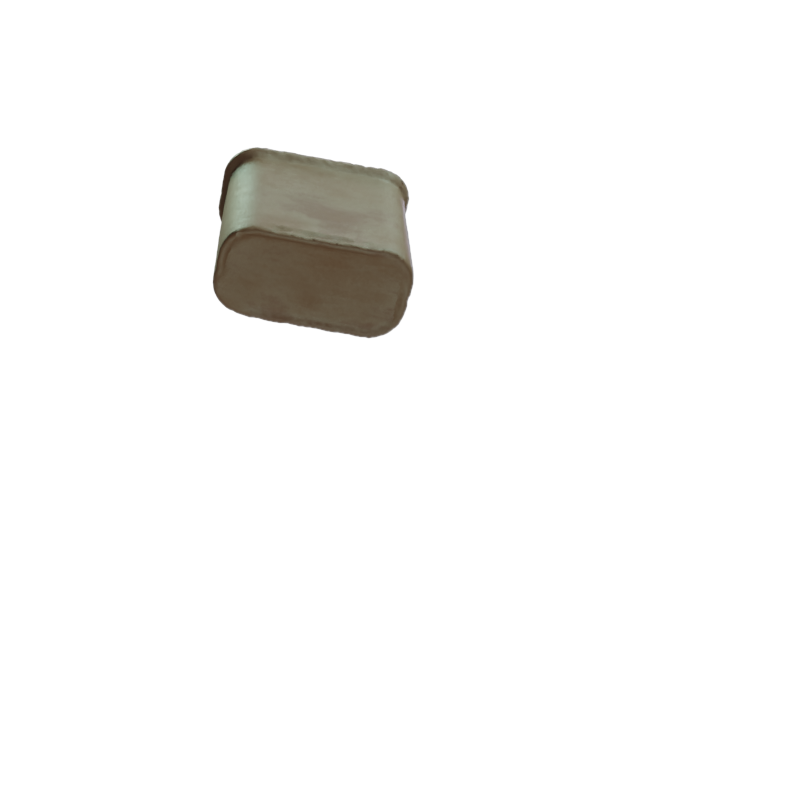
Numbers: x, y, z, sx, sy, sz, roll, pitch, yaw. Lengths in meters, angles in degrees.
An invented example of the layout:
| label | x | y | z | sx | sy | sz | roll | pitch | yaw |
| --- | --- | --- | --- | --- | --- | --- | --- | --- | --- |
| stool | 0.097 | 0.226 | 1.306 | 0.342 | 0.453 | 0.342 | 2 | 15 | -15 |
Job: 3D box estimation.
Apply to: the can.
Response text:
| label | x | y | z | sx | sy | sz | roll | pitch | yaw |
| --- | --- | --- | --- | --- | --- | --- | --- | --- | --- |
| can | -0.045 | -0.082 | 0.572 | 0.101 | 0.054 | 0.089 | 9 | 34 | -8 |
